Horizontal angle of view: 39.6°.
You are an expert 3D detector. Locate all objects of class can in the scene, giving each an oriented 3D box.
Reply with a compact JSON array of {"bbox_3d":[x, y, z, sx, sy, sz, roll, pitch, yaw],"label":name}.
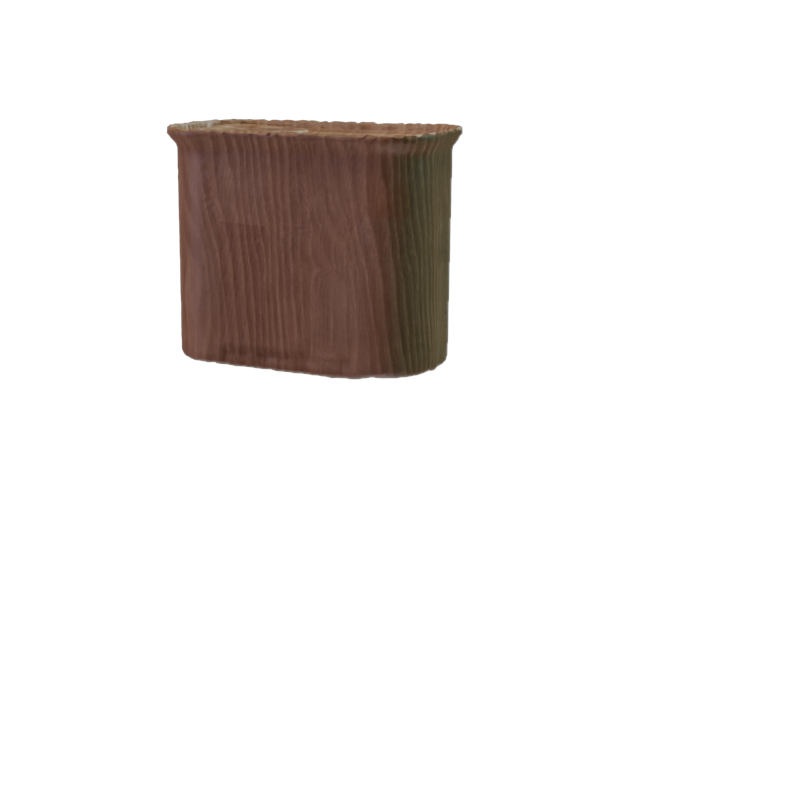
[{"bbox_3d":[-0.031,-0.057,0.398,0.105,0.081,0.057,7,14,22],"label":"can"}]
